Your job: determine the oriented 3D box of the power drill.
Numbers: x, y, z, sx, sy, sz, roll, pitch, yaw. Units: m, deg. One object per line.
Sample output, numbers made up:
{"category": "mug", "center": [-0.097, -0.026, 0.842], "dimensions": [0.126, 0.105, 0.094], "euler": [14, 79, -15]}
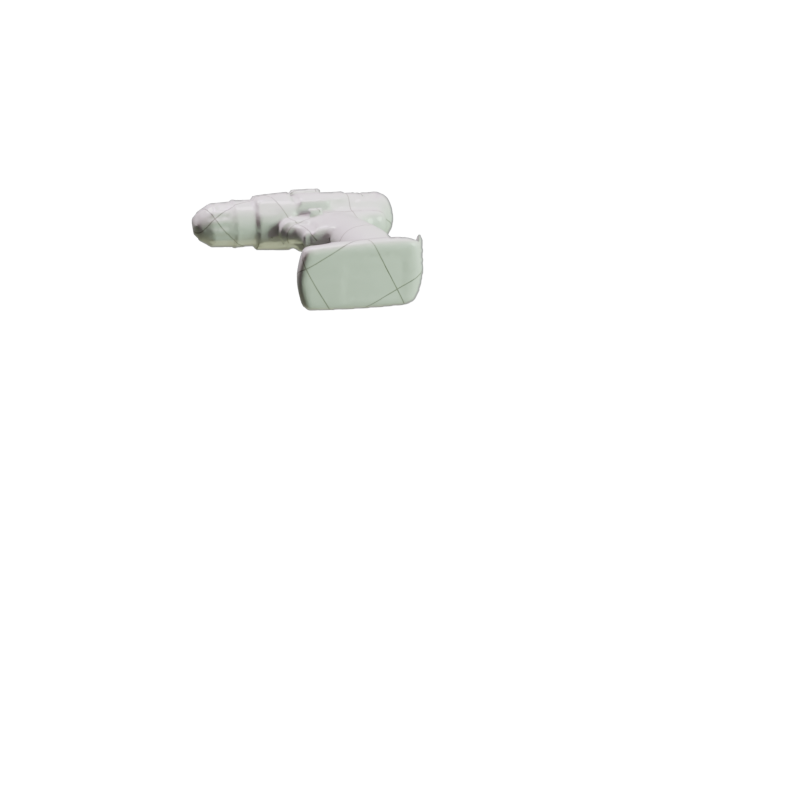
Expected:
{"category": "power drill", "center": [-0.074, -0.135, 0.944], "dimensions": [0.181, 0.055, 0.200], "euler": [-8, 27, -16]}
